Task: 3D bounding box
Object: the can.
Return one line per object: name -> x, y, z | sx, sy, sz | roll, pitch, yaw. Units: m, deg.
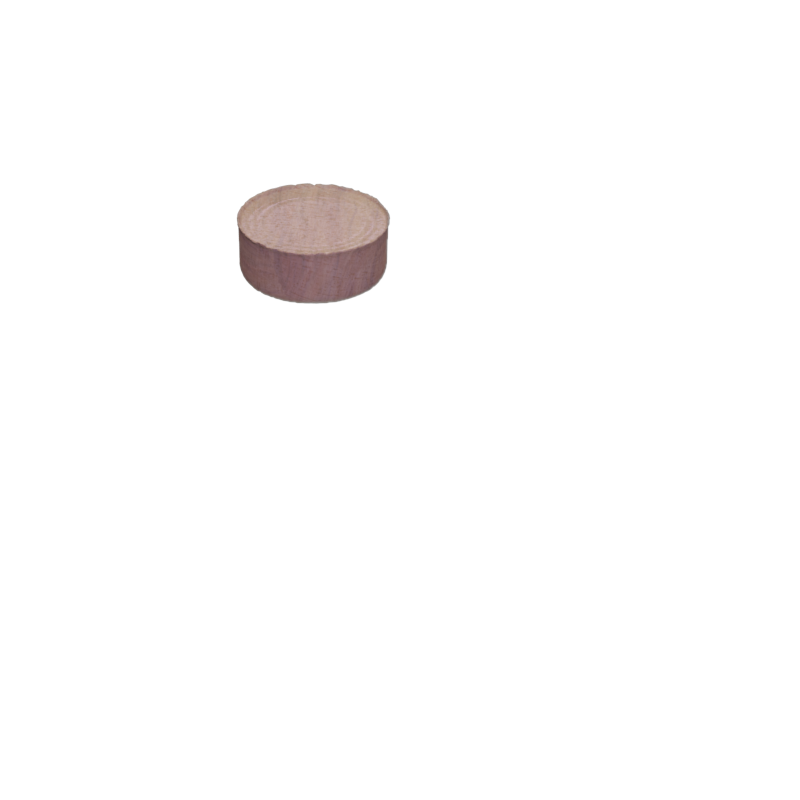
can -> -0.049, -0.090, 0.628 | 0.086, 0.031, 0.092 | -1, 34, -2
